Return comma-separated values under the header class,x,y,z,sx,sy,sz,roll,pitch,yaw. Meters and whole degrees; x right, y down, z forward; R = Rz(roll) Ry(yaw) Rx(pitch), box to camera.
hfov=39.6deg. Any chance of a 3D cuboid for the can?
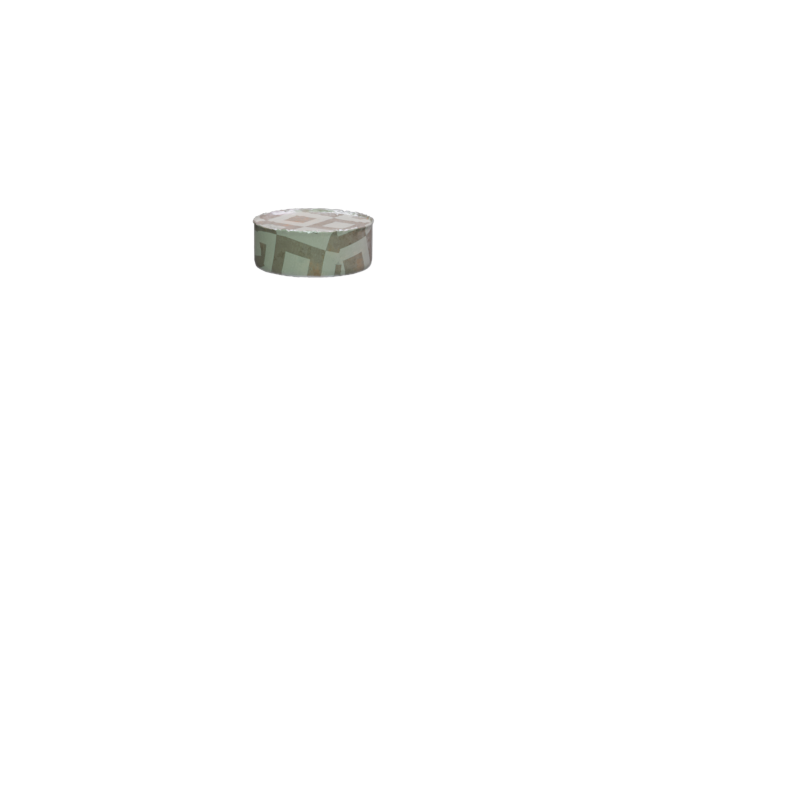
class,x,y,z,sx,sy,sz,roll,pitch,yaw
can,-0.062,-0.112,0.787,0.086,0.032,0.089,-1,19,-2
